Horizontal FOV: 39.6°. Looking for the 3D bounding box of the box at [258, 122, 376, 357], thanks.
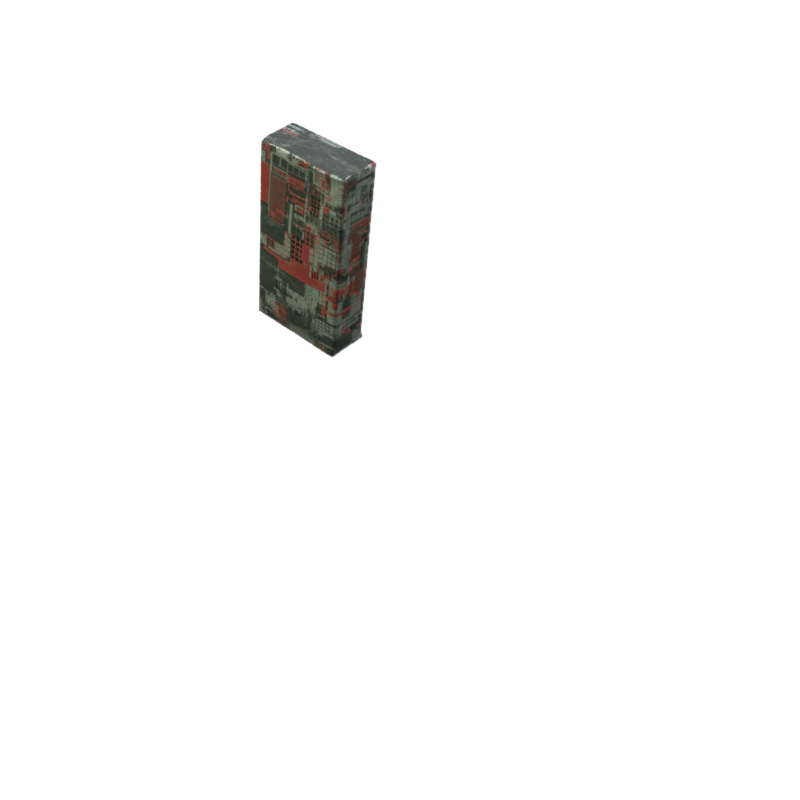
[{"bbox_3d":[-0.072,-0.130,0.914,0.099,0.165,0.048,31,47,30],"label":"box"}]
